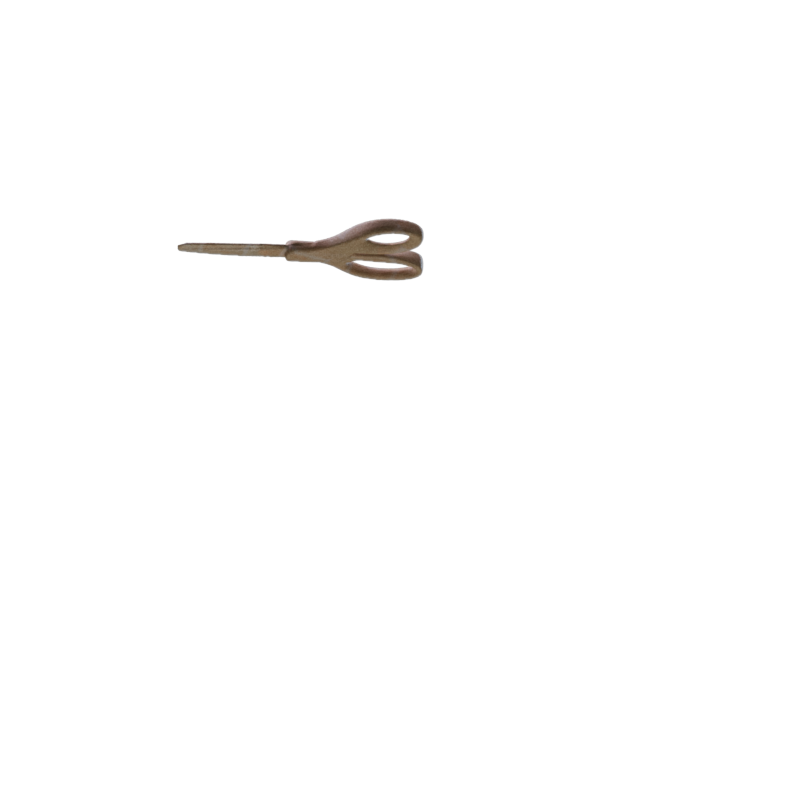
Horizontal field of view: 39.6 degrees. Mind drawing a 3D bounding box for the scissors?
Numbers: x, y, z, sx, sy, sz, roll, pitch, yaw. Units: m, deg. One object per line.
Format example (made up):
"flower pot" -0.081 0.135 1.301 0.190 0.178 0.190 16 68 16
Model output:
"scissors" -0.070 -0.127 0.888 0.196 0.017 0.093 7 -24 -18
